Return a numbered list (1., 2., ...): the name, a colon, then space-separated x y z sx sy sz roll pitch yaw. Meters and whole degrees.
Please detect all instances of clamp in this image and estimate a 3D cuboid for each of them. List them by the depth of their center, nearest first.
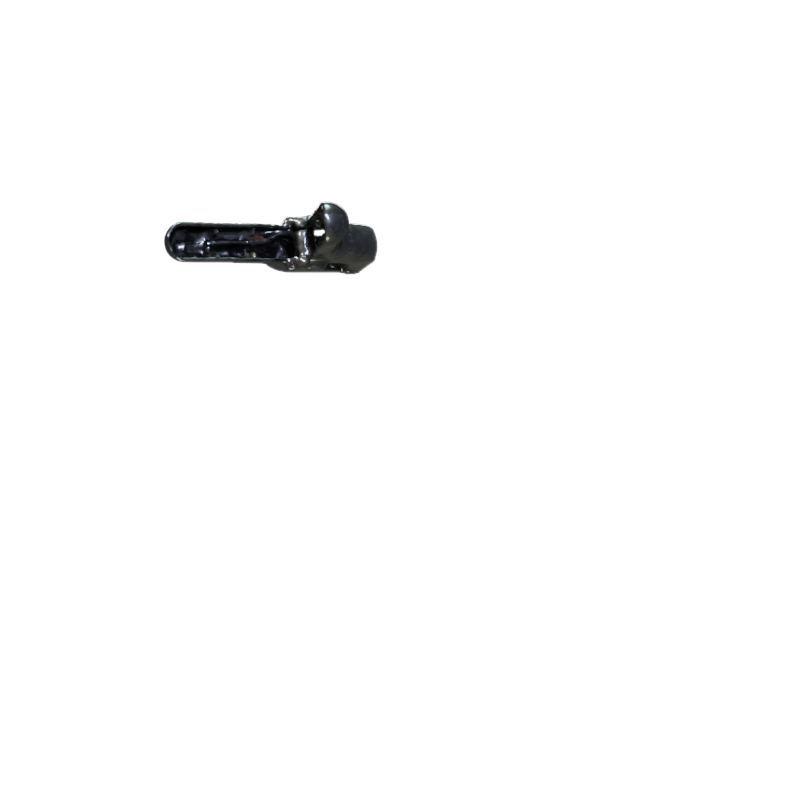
1. clamp: -0.056 -0.103 0.722 0.124 0.039 0.166 3 6 31
